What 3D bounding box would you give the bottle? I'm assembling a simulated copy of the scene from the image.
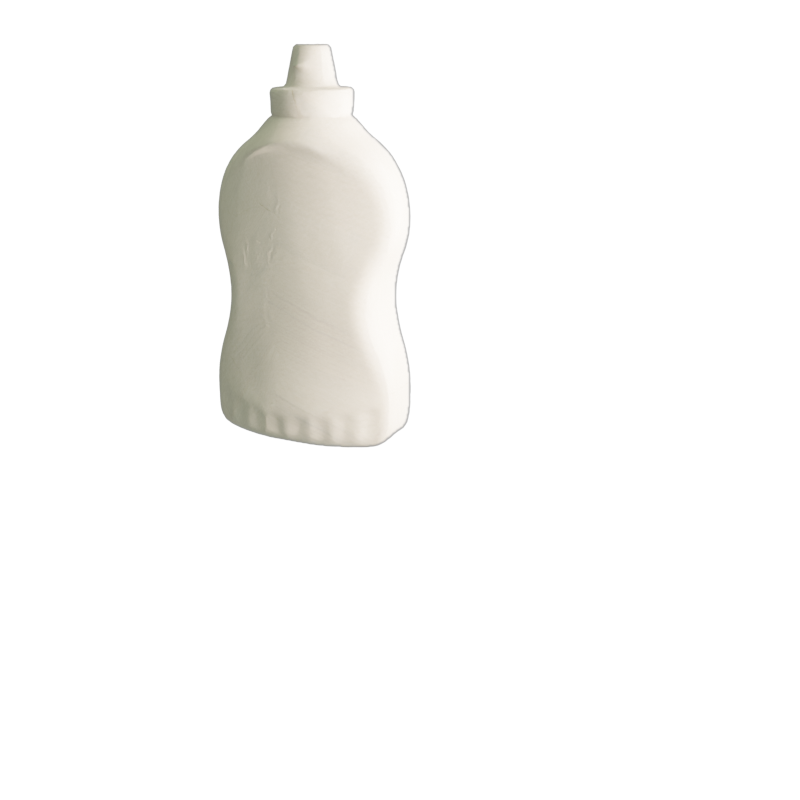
[{"bbox_3d":[-0.043,-0.078,0.546,0.100,0.187,0.058,7,12,26],"label":"bottle"}]
